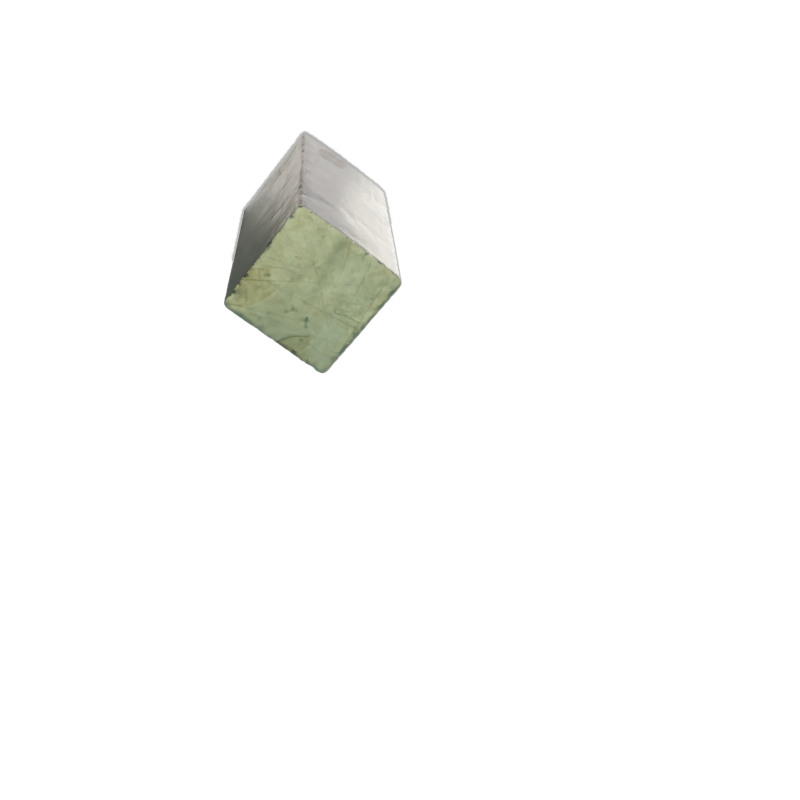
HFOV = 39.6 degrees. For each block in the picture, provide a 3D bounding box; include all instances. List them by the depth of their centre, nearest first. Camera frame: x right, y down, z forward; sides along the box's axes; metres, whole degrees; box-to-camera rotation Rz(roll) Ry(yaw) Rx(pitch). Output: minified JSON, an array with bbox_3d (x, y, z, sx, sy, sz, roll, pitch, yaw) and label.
[{"bbox_3d":[-0.065,-0.120,0.838,0.087,0.089,0.217,35,18,-18],"label":"block"}]
